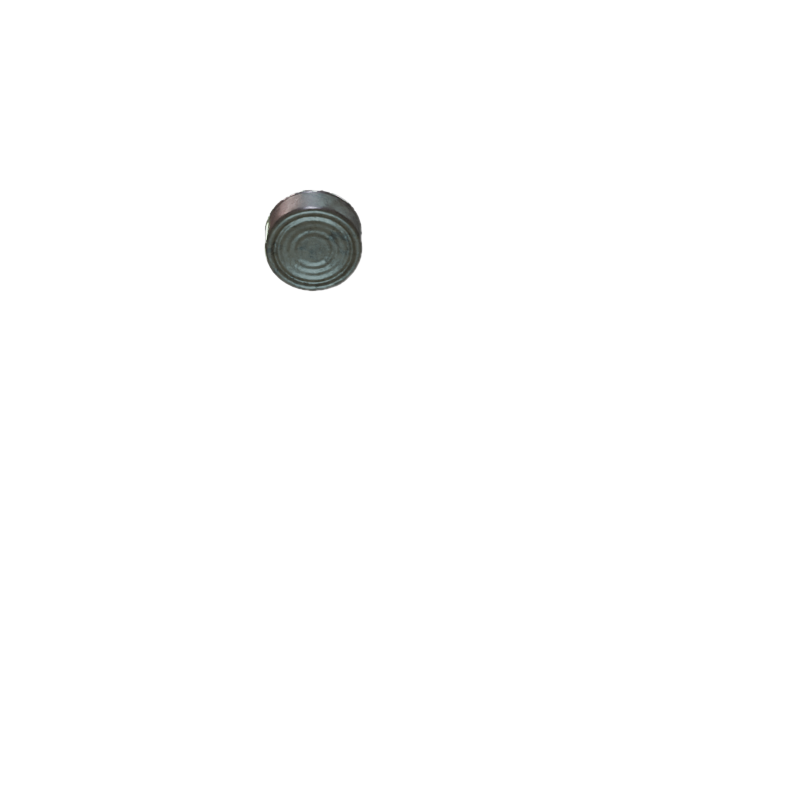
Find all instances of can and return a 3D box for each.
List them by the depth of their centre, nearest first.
[{"bbox_3d":[-0.076,-0.138,0.966,0.086,0.080,0.036,1,34,-1],"label":"can"}]
